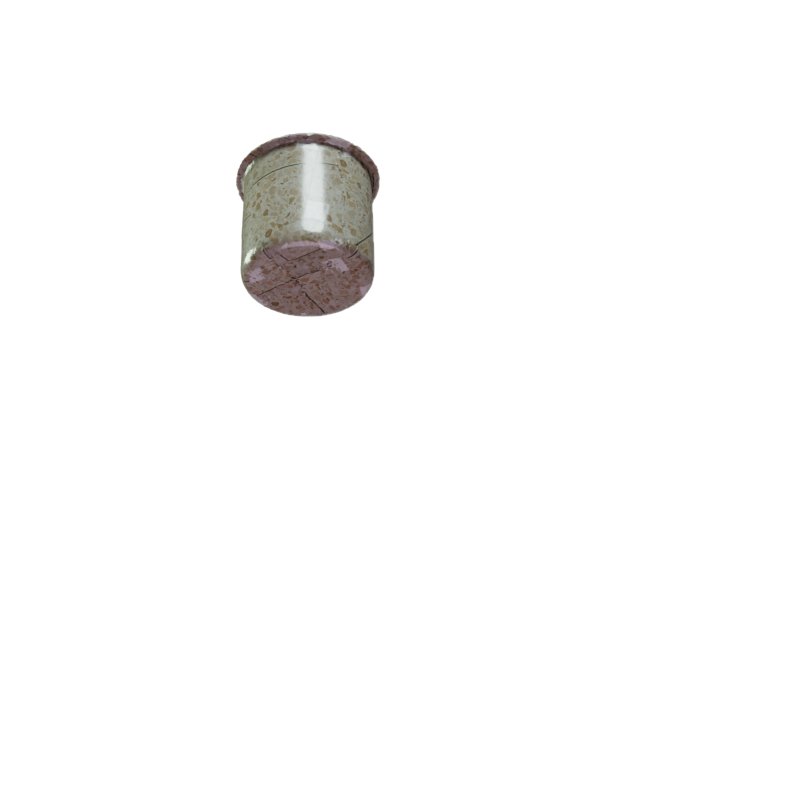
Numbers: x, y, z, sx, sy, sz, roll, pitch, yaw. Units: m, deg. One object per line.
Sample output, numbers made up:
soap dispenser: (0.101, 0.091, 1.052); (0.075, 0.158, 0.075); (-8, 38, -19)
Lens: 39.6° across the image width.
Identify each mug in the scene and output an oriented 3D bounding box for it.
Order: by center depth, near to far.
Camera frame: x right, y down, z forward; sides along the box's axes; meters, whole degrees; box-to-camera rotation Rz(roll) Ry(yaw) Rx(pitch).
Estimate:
mug: (-0.055, -0.100, 0.701); (0.094, 0.087, 0.108); (-9, -35, 11)
